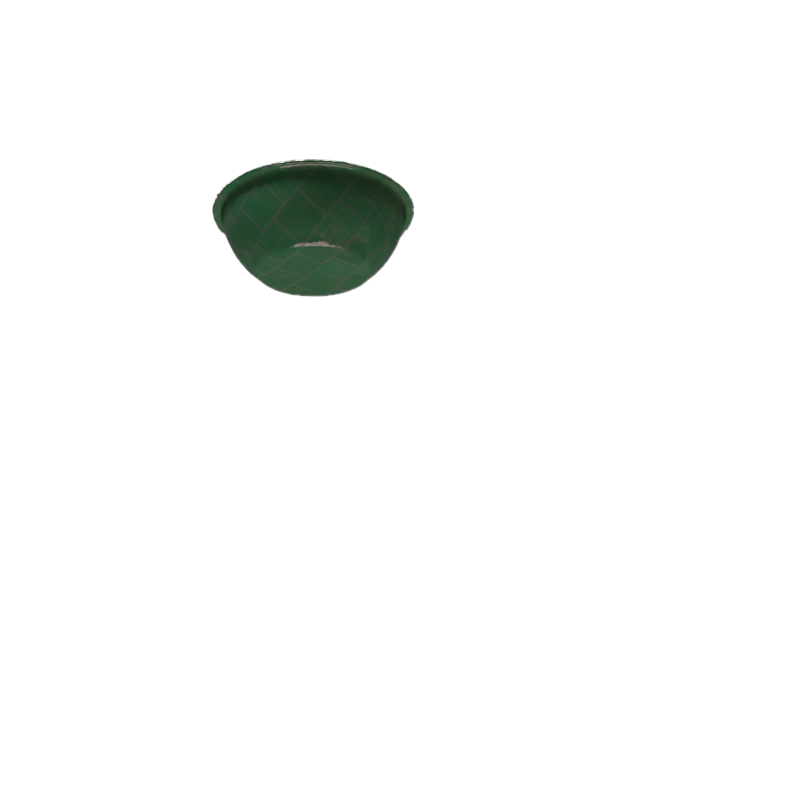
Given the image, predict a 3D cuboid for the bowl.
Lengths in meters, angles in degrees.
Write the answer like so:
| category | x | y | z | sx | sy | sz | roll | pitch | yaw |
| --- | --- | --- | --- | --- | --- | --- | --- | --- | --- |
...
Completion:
| category | x | y | z | sx | sy | sz | roll | pitch | yaw |
| --- | --- | --- | --- | --- | --- | --- | --- | --- | --- |
| bowl | -0.069 | -0.125 | 0.878 | 0.162 | 0.058 | 0.154 | 1 | -22 | -2 |
